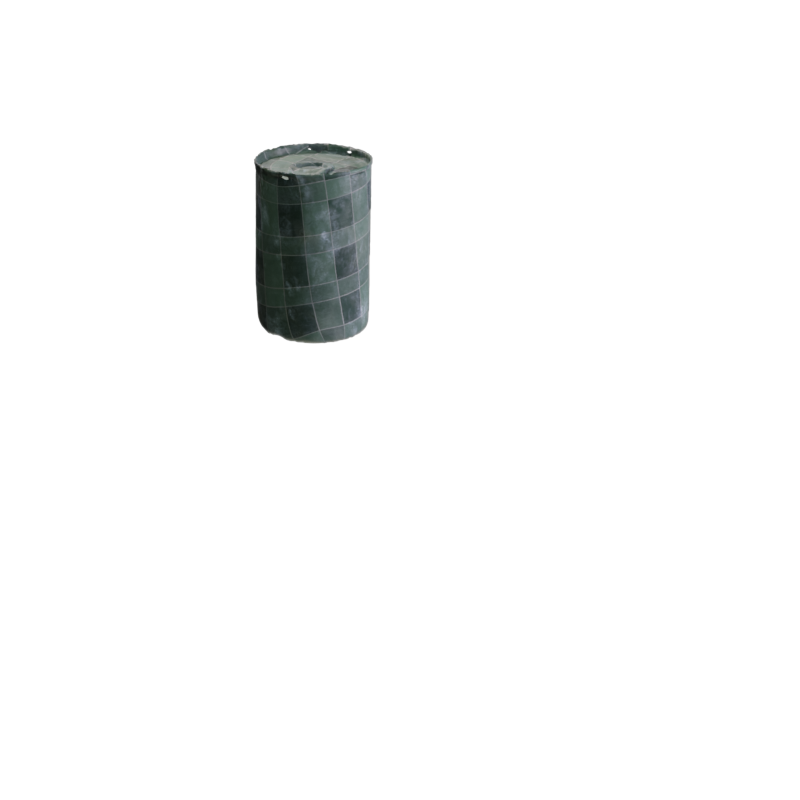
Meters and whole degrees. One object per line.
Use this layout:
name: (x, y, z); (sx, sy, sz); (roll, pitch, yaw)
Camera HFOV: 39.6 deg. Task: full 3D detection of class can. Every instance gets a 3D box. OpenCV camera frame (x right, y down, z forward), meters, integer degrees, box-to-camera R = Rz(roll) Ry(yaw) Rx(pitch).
can: (-0.051, -0.093, 0.649); (0.068, 0.098, 0.072); (0, 22, -2)
